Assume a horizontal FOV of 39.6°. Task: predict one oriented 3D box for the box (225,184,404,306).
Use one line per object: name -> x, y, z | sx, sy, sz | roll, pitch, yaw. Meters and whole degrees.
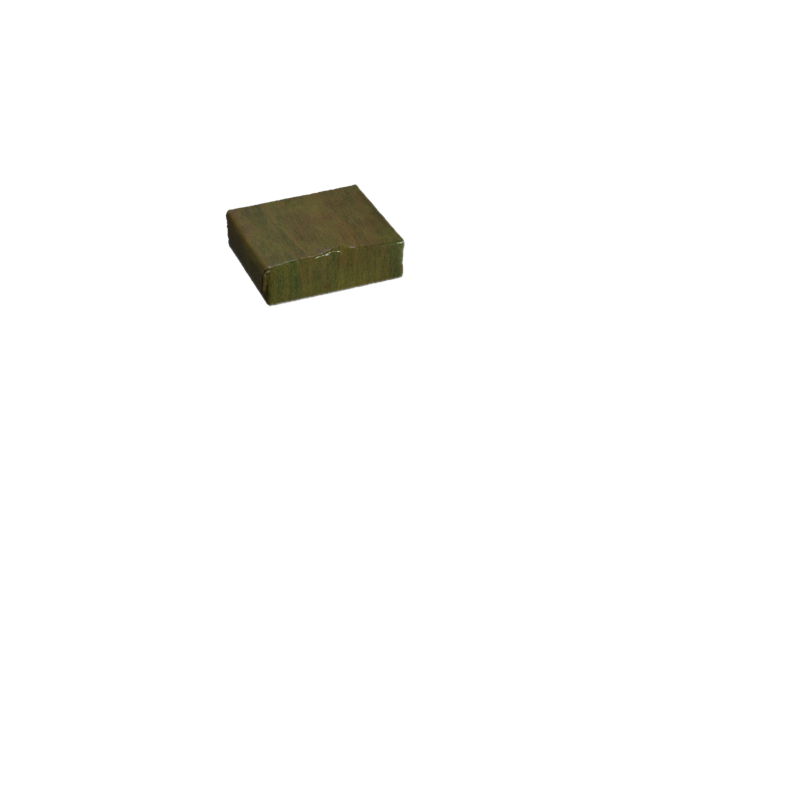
box -> -0.052, -0.095, 0.667 | 0.088, 0.028, 0.079 | -14, 39, -18
